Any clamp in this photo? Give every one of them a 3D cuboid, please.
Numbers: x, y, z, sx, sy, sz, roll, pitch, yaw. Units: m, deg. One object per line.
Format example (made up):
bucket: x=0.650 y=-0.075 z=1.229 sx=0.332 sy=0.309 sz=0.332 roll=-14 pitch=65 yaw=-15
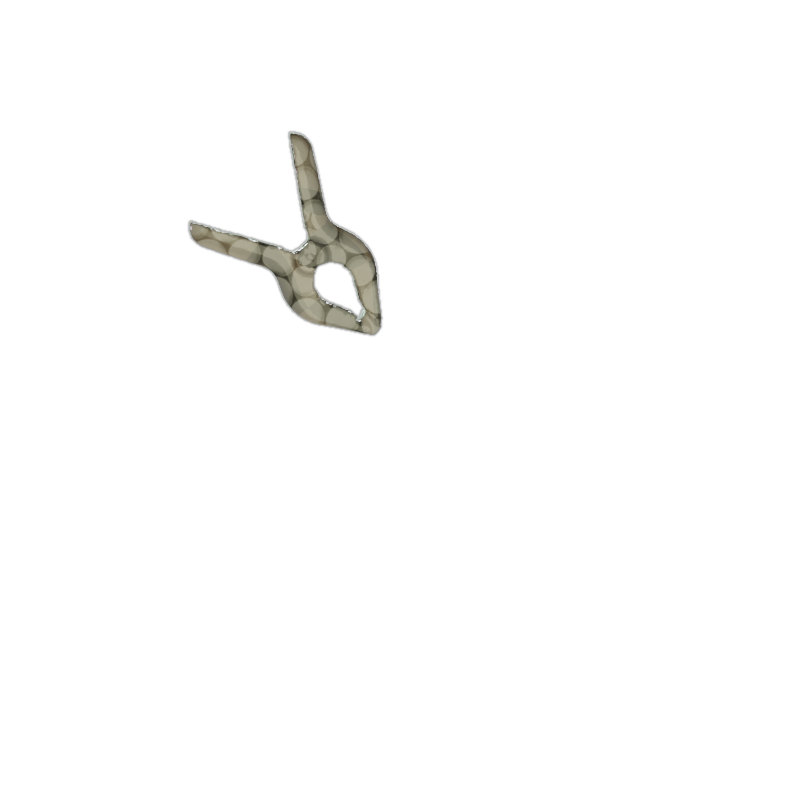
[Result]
clamp: x=-0.070 y=-0.127 z=0.888 sx=0.169 sy=0.119 sz=0.040 roll=39 pitch=8 yaw=-7
